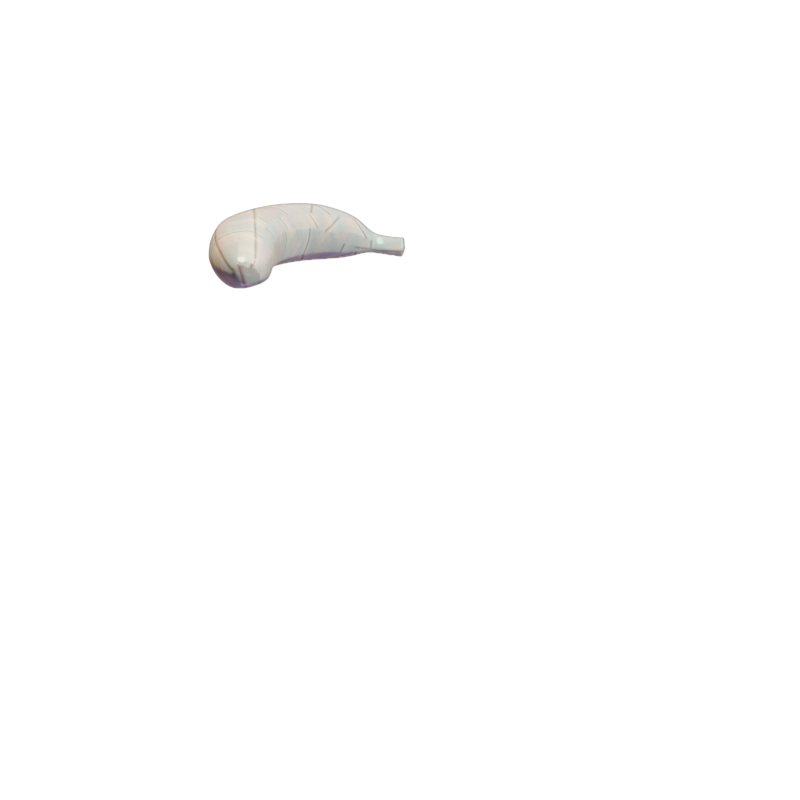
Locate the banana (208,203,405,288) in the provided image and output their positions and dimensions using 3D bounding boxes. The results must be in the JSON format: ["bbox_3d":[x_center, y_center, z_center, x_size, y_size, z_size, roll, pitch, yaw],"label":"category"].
[{"bbox_3d":[-0.064,-0.092,0.633,0.072,0.036,0.196,6,15,23],"label":"banana"}]
